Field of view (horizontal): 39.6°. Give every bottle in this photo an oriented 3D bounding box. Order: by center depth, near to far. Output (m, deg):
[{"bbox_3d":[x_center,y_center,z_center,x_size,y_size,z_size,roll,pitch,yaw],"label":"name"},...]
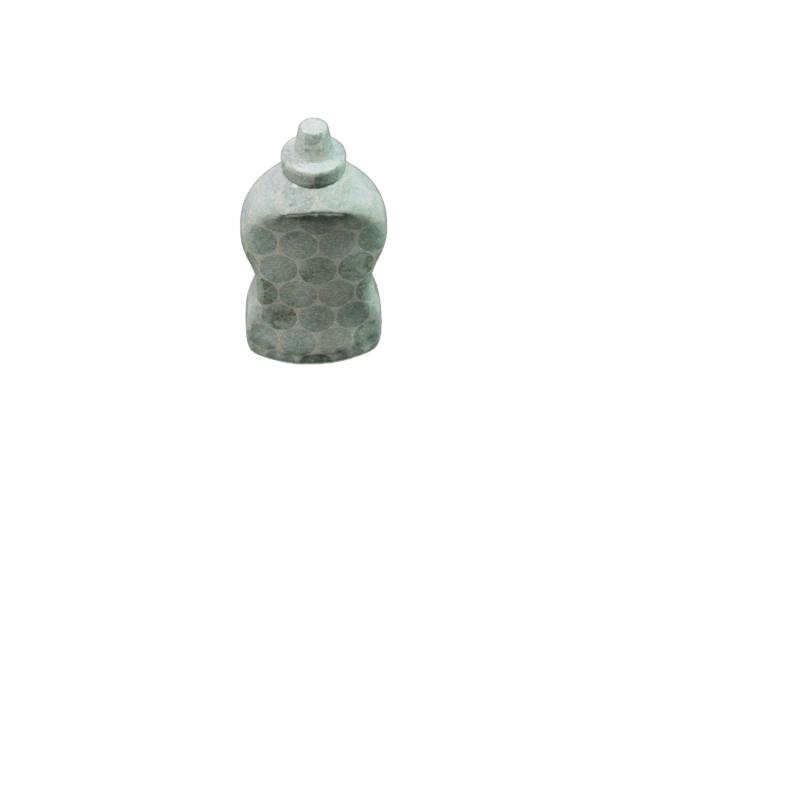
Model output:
[{"bbox_3d":[-0.058,-0.105,0.736,0.096,0.063,0.179,0,-42,-3],"label":"bottle"}]
